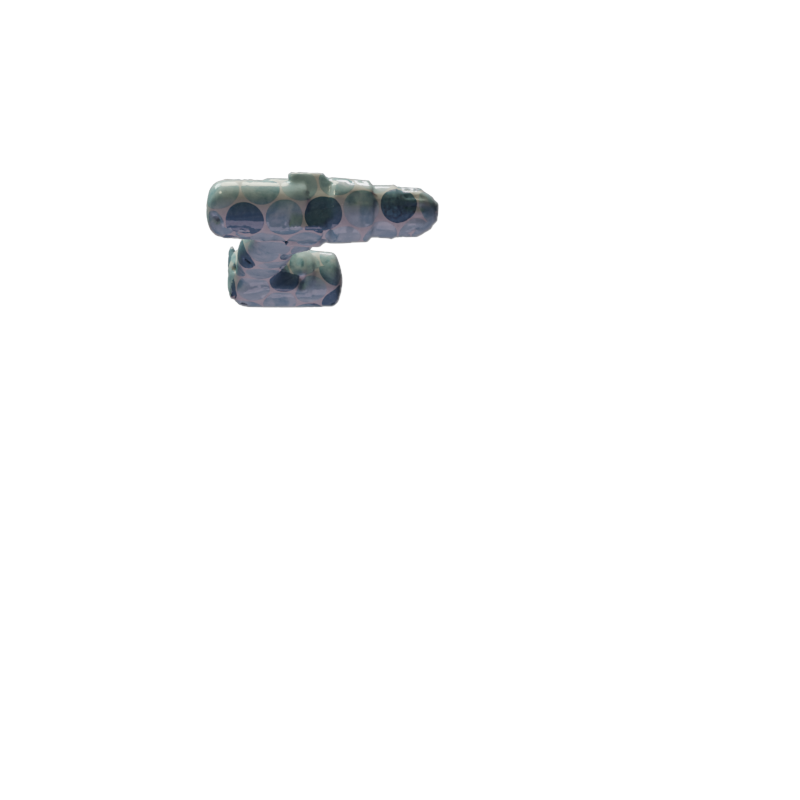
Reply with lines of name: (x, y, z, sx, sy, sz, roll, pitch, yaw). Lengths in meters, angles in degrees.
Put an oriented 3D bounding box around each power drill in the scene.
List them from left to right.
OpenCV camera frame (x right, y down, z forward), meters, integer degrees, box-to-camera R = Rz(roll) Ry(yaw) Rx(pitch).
power drill: (-0.074, -0.134, 0.941, 0.182, 0.060, 0.181, 3, -18, -8)
